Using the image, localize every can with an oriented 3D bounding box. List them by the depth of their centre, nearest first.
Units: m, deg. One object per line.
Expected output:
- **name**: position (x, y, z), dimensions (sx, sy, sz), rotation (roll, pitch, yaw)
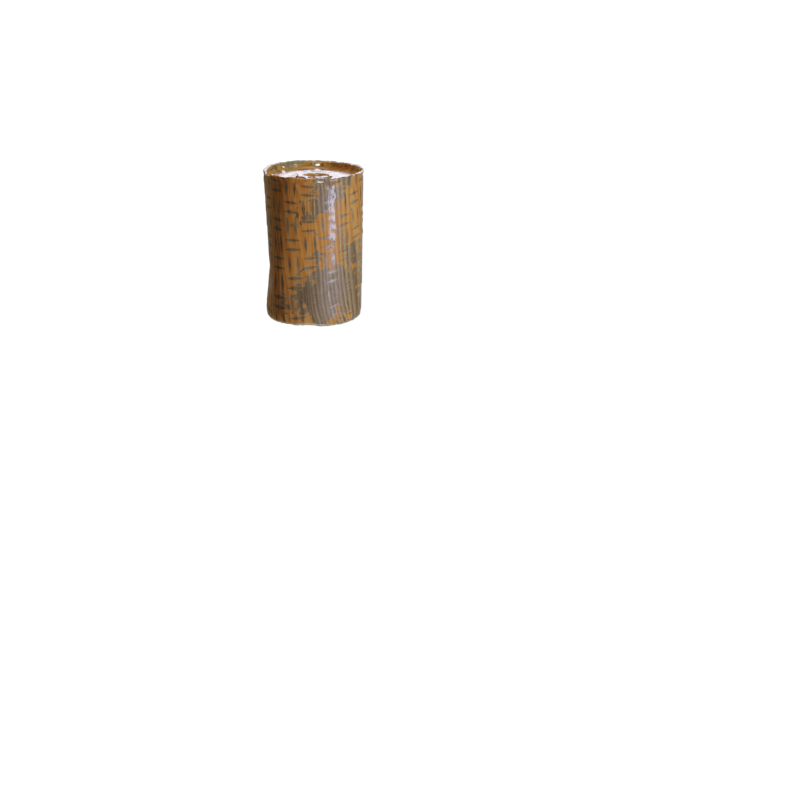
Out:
- **can**: position (-0.059, -0.108, 0.758), dimensions (0.068, 0.099, 0.071), rotation (0, 17, -2)
